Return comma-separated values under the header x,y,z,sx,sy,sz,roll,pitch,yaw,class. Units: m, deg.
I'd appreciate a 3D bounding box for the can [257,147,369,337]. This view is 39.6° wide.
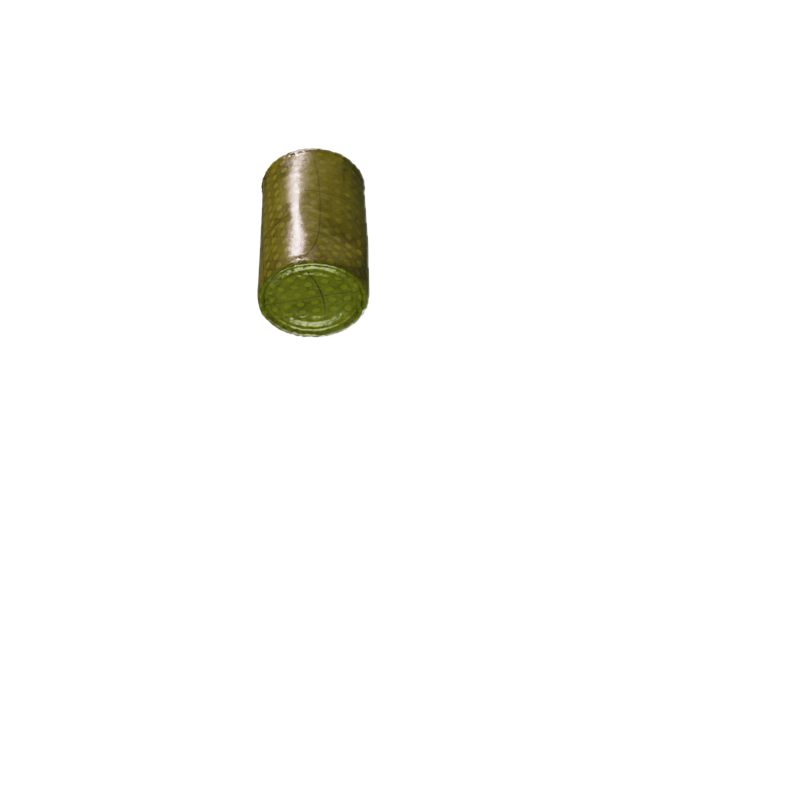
x,y,z,sx,sy,sz,roll,pitch,yaw,class
-0.054,-0.098,0.690,0.068,0.110,0.064,-1,-42,-3,can
